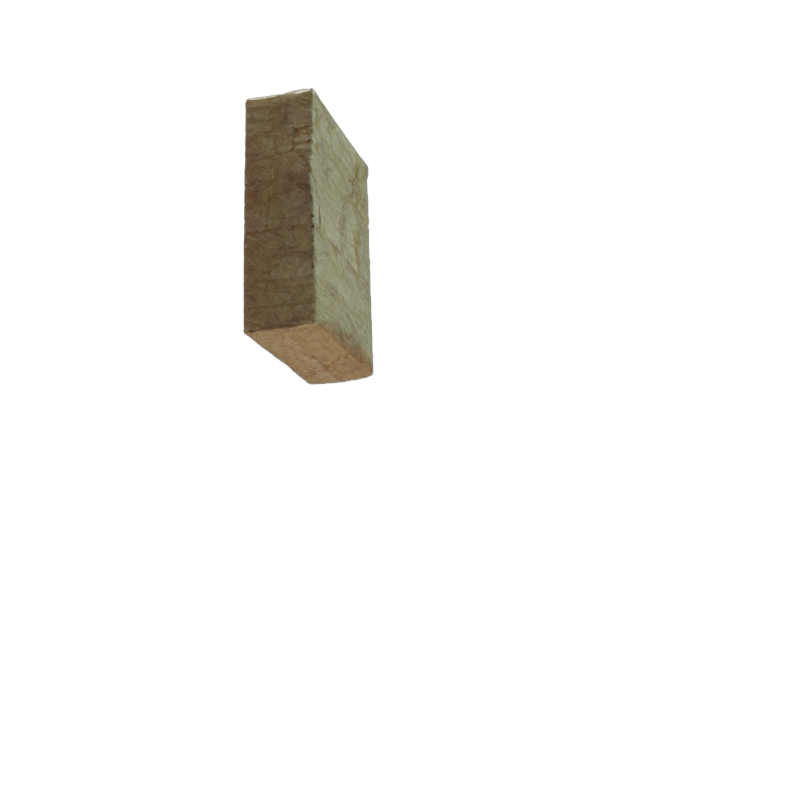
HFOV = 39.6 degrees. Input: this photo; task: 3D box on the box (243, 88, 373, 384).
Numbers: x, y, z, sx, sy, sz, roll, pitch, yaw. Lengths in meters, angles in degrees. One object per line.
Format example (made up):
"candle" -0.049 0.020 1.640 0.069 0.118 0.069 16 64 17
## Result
"box" -0.076 -0.138 0.966 0.073 0.225 0.154 -8 -21 15
